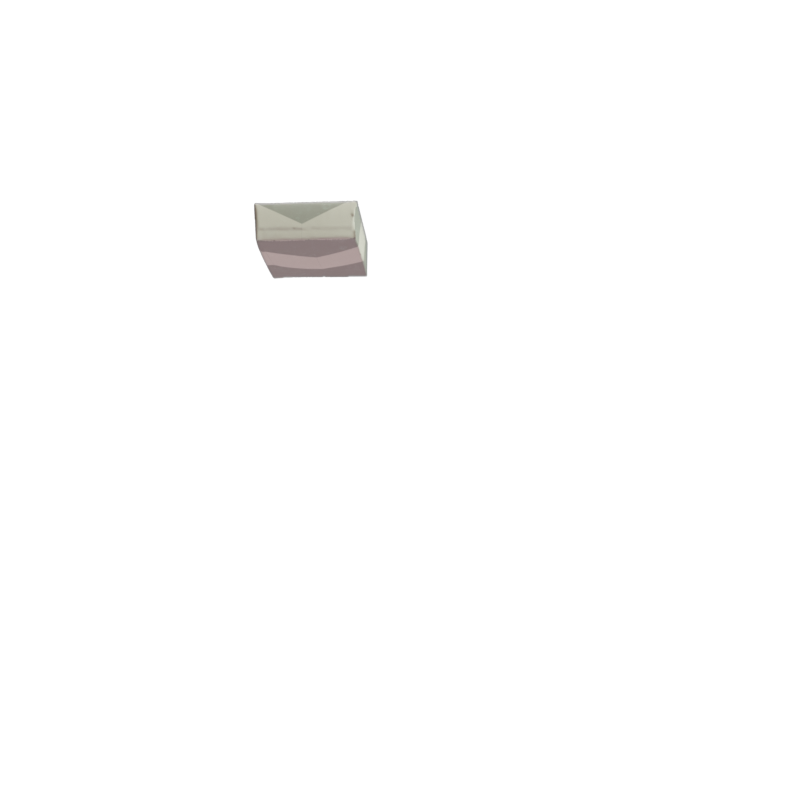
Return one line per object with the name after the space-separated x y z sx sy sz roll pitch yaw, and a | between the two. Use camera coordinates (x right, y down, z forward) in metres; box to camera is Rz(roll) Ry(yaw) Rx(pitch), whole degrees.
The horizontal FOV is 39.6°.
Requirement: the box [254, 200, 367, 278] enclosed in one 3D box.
-0.077 -0.140 0.981 0.090 0.040 0.109 -1 -11 4 | box
